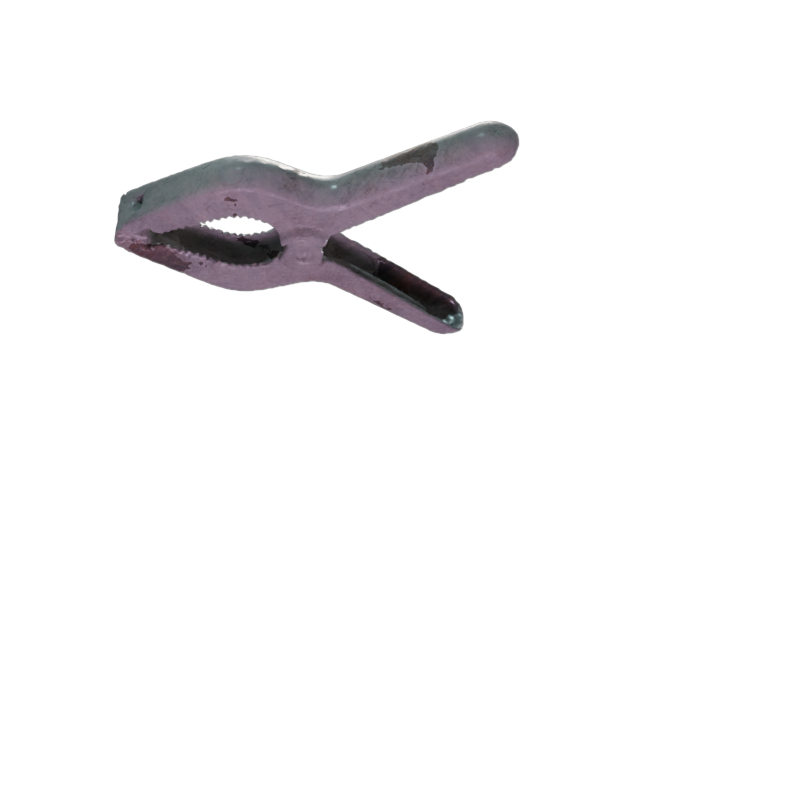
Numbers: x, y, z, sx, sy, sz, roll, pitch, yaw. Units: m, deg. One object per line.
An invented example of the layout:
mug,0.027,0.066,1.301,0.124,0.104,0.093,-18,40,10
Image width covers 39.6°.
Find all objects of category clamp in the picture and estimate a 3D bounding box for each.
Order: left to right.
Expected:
clamp,-0.048,-0.087,0.608,0.210,0.039,0.153,-1,-36,1
